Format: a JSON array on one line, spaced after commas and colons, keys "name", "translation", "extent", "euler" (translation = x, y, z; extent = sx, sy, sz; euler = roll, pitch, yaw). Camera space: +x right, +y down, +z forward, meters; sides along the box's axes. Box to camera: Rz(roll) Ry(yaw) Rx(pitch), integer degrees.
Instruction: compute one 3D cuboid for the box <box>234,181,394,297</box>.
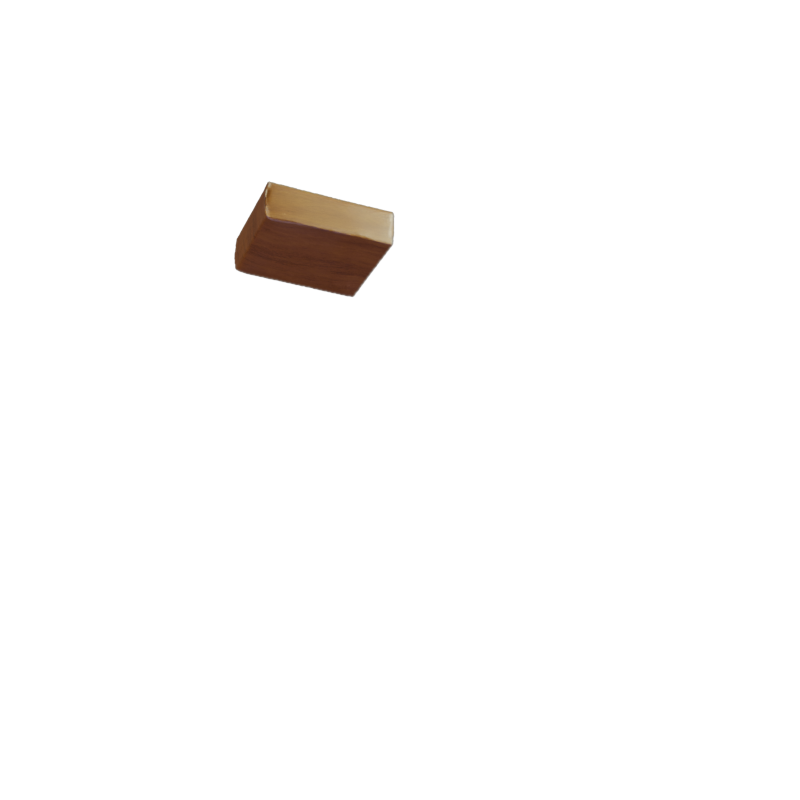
[{"name": "box", "translation": [-0.072, -0.132, 0.925], "extent": [0.110, 0.041, 0.087], "euler": [11, -31, -19]}]
